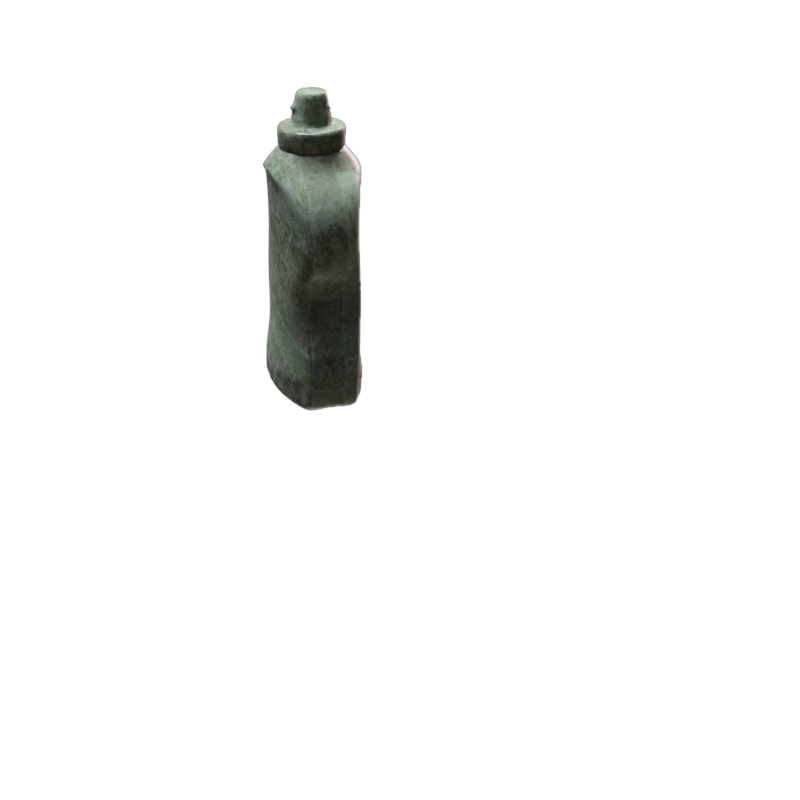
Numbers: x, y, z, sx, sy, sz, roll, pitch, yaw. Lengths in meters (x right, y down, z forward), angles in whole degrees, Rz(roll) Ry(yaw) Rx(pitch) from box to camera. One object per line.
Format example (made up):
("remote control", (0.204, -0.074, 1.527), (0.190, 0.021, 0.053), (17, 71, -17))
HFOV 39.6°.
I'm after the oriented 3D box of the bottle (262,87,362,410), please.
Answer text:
("bottle", (-0.054, -0.098, 0.683), (0.057, 0.182, 0.103), (-5, 26, -15))
